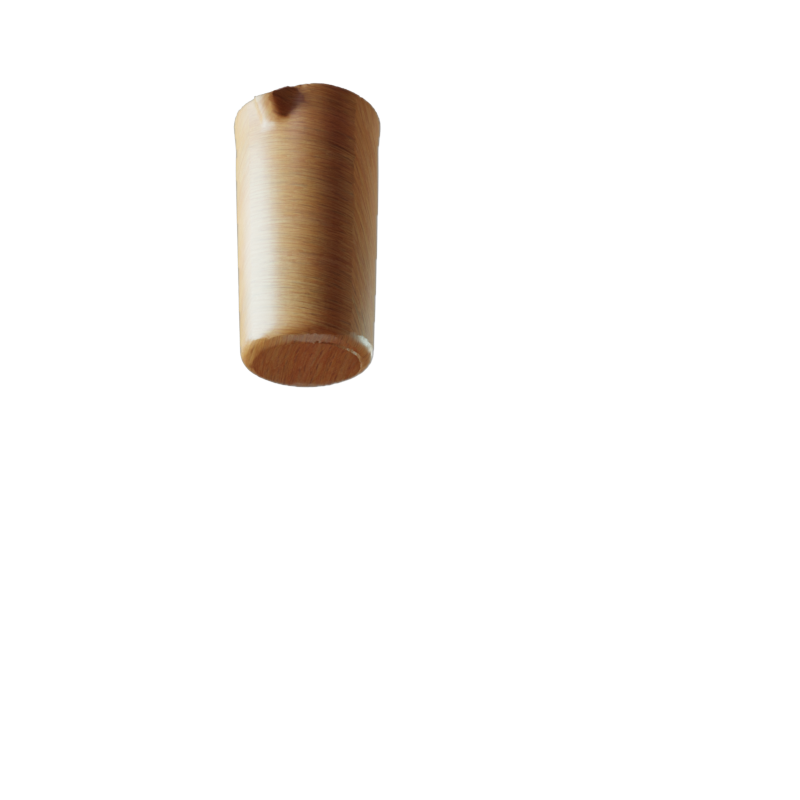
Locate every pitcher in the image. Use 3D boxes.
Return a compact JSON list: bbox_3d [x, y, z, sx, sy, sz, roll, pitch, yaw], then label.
[{"bbox_3d":[-0.075,-0.137,0.956,0.145,0.258,0.141,9,-29,-20],"label":"pitcher"}]
